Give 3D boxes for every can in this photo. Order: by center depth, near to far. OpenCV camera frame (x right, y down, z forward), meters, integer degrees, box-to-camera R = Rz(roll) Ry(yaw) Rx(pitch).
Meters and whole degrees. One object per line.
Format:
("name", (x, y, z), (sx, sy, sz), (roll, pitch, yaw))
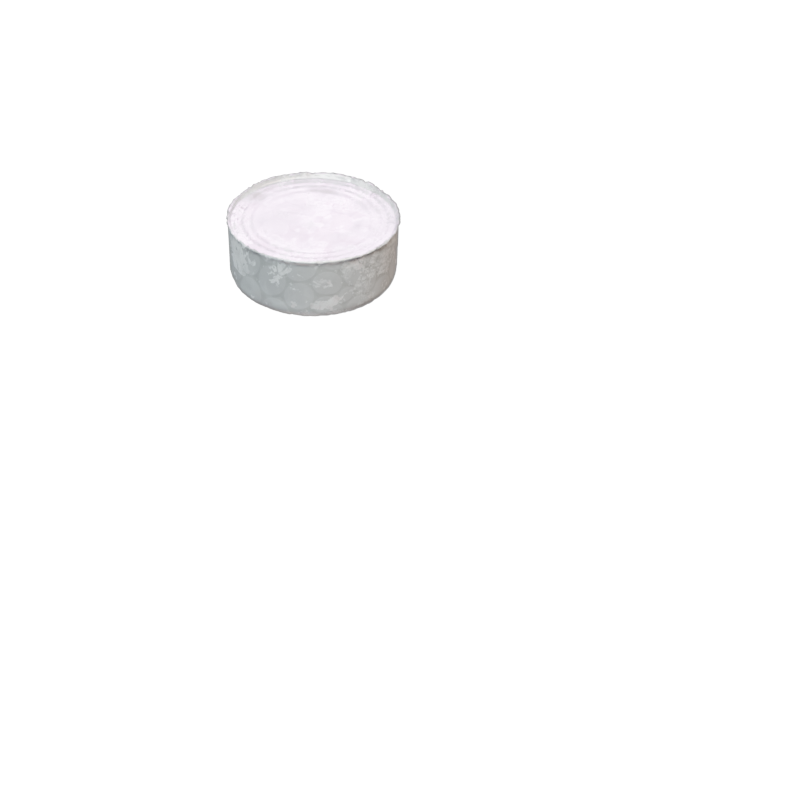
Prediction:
("can", (-0.043, -0.079, 0.555), (0.086, 0.031, 0.092), (-1, 38, -2))
